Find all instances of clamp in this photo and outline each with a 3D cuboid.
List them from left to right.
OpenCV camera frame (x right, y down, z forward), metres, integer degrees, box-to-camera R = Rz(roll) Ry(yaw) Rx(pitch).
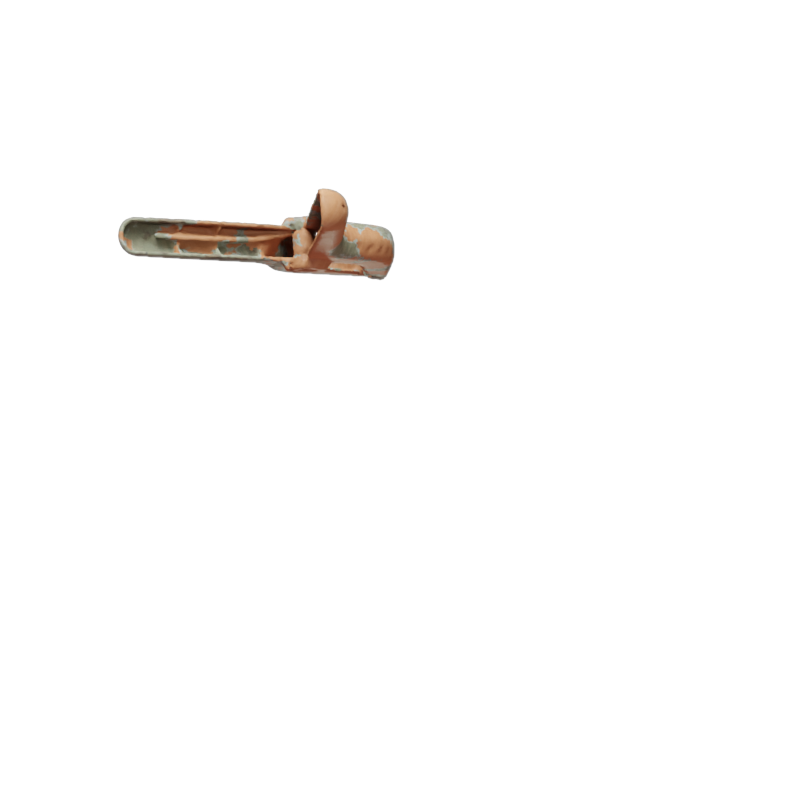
[{"bbox_3d":[-0.058,-0.106,0.741,0.170,0.037,0.200,-1,-2,37],"label":"clamp"}]
